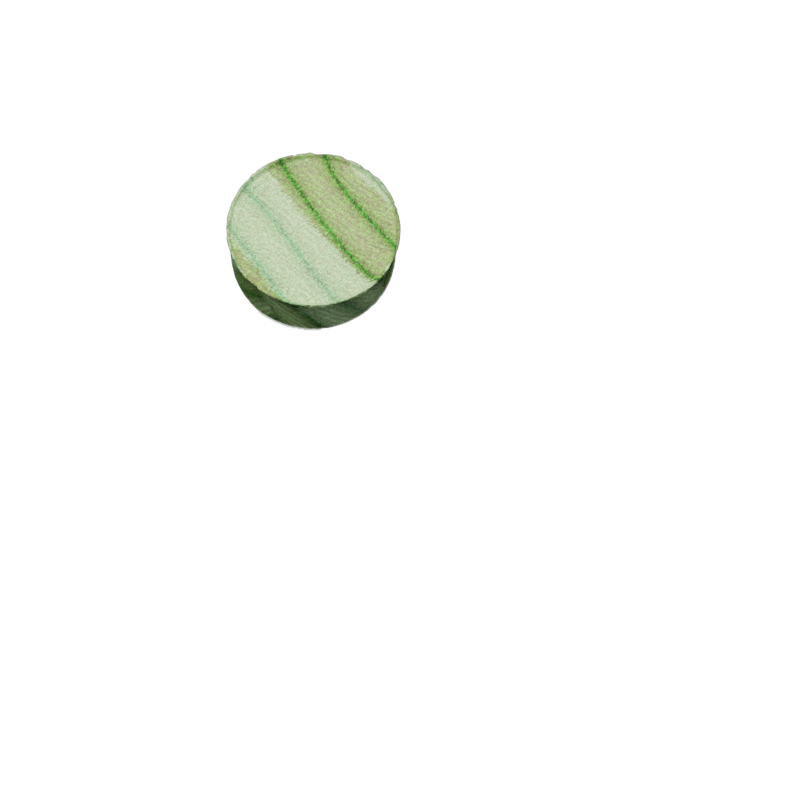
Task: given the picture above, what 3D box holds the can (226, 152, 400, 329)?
[{"bbox_3d":[-0.044,-0.080,0.558,0.086,0.091,0.032,-1,-26,-1],"label":"can"}]
